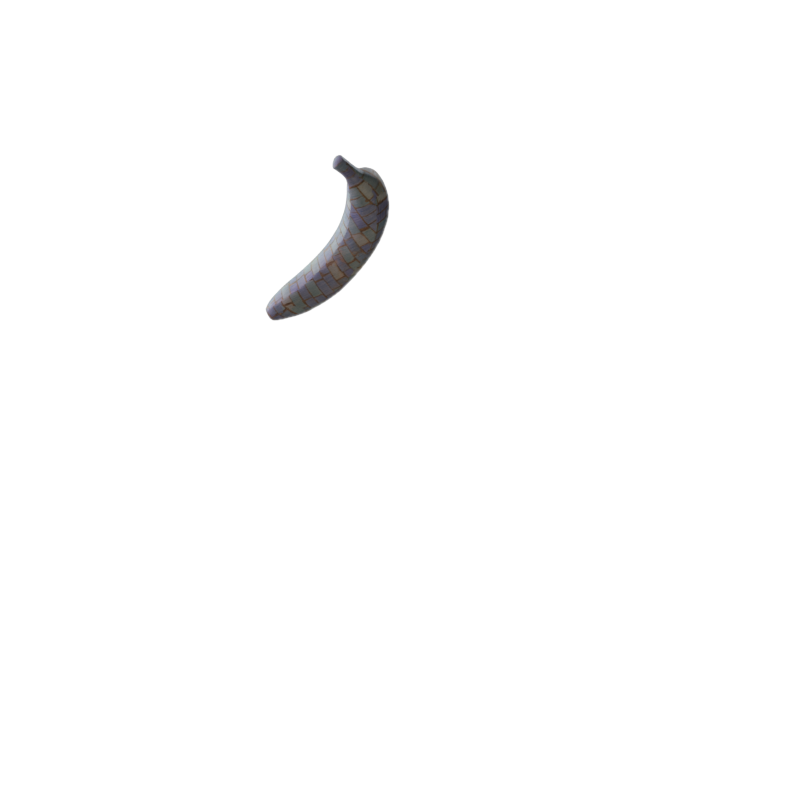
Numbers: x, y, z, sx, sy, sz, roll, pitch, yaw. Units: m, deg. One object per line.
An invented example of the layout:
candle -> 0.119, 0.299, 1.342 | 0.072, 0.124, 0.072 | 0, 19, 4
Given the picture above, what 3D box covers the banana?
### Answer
banana -> -0.056, -0.134, 0.949 | 0.068, 0.039, 0.189 | 15, -46, -16
